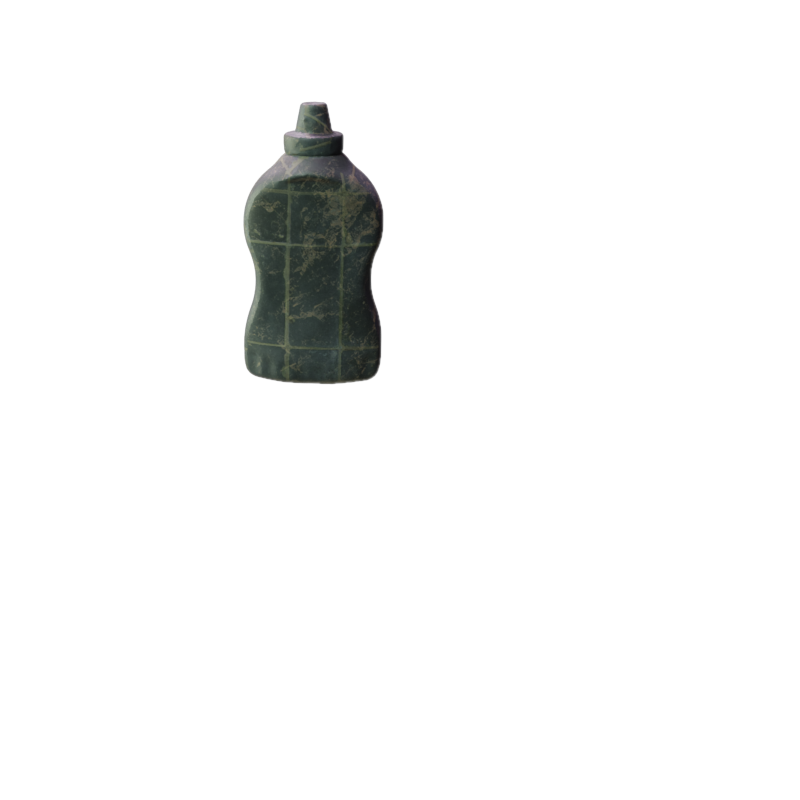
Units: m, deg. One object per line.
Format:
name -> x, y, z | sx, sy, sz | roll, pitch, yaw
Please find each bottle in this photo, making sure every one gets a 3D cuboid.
bottle -> -0.060, -0.110, 0.768 | 0.097, 0.185, 0.060 | 3, 15, 6
